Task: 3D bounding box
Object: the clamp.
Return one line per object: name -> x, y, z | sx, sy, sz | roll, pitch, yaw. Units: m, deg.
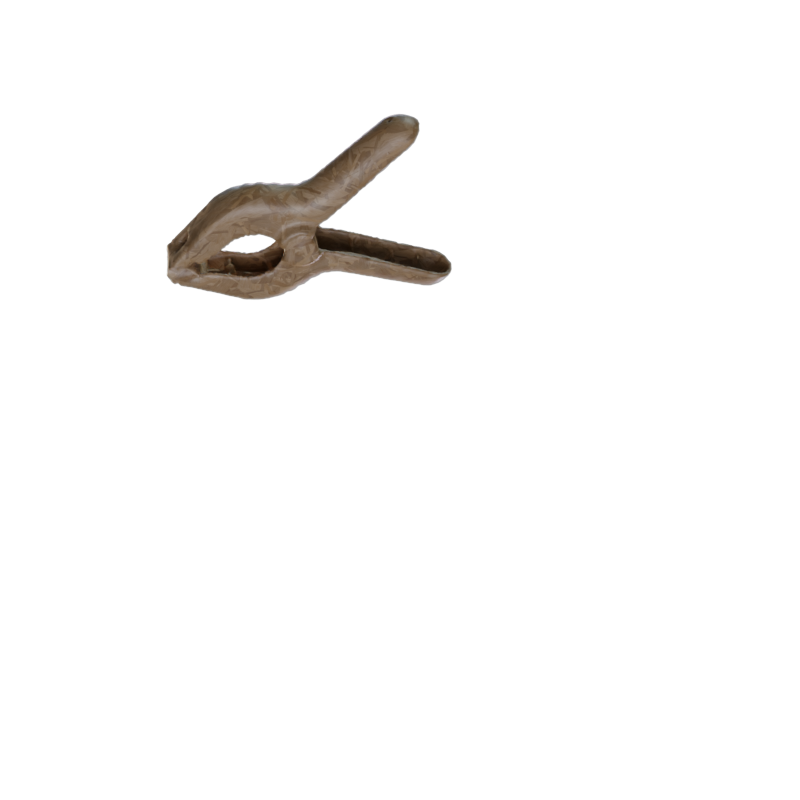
clamp -> -0.052, -0.095, 0.665 | 0.172, 0.112, 0.042 | -18, 34, 12
